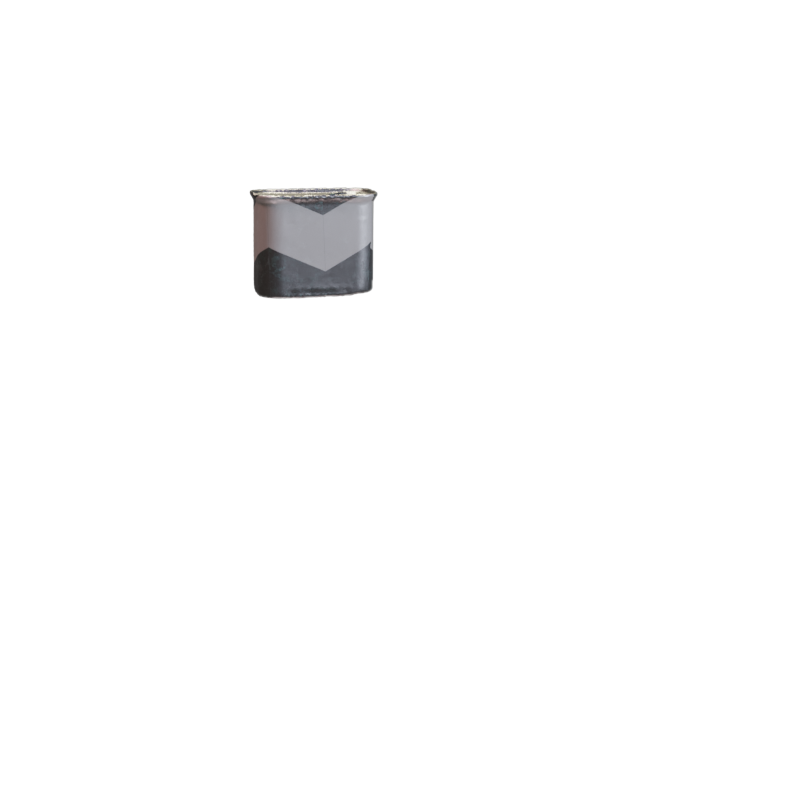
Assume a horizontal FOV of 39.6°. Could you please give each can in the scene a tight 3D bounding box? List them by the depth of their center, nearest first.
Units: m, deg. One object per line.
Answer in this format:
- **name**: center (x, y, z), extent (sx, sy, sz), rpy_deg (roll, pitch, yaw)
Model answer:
- **can**: center (-0.071, -0.130, 0.909), extent (0.100, 0.082, 0.060), rpy_deg (-3, 12, -13)
